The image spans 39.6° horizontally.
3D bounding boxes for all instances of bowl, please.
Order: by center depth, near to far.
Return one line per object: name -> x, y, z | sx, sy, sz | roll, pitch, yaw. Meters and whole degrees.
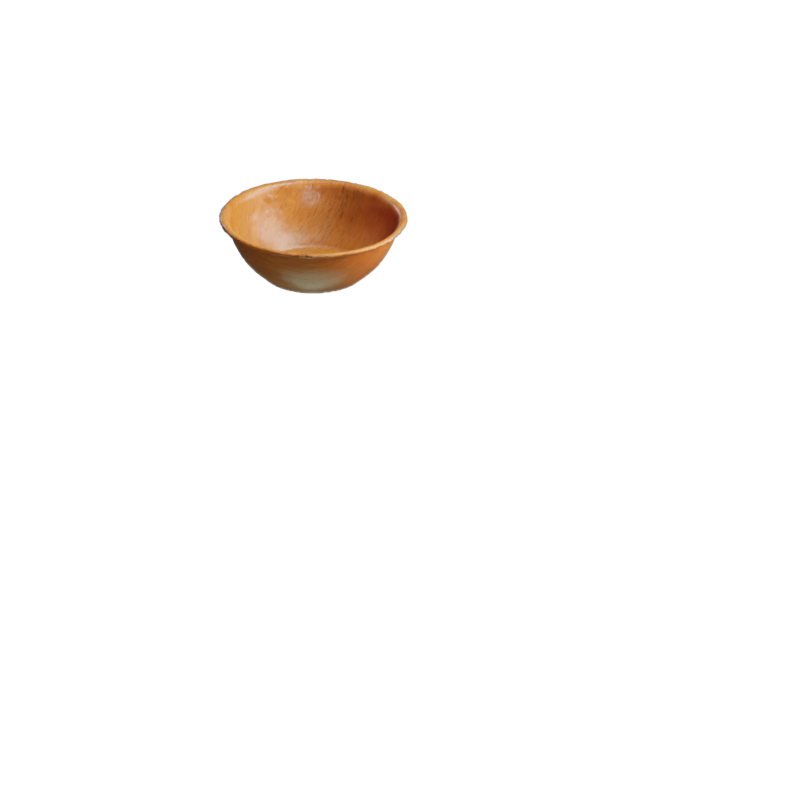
bowl -> -0.075, -0.137, 0.961 | 0.162, 0.052, 0.172 | -1, 31, -2
